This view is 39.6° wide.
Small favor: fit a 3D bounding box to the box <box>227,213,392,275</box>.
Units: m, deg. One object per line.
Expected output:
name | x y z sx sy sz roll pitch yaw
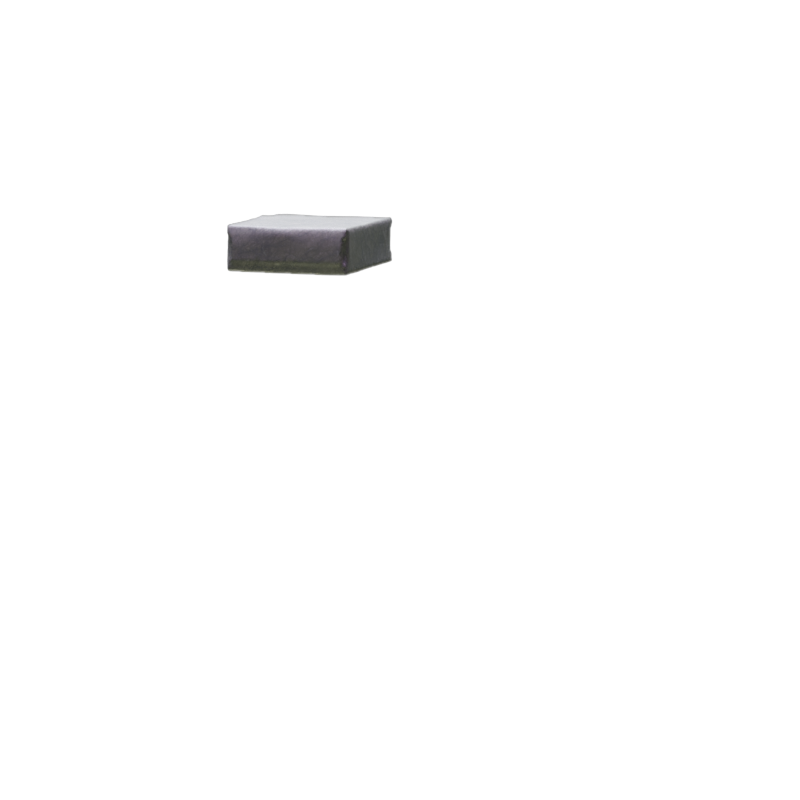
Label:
box | -0.051 -0.094 0.657 0.075 0.029 0.089 4 14 18
